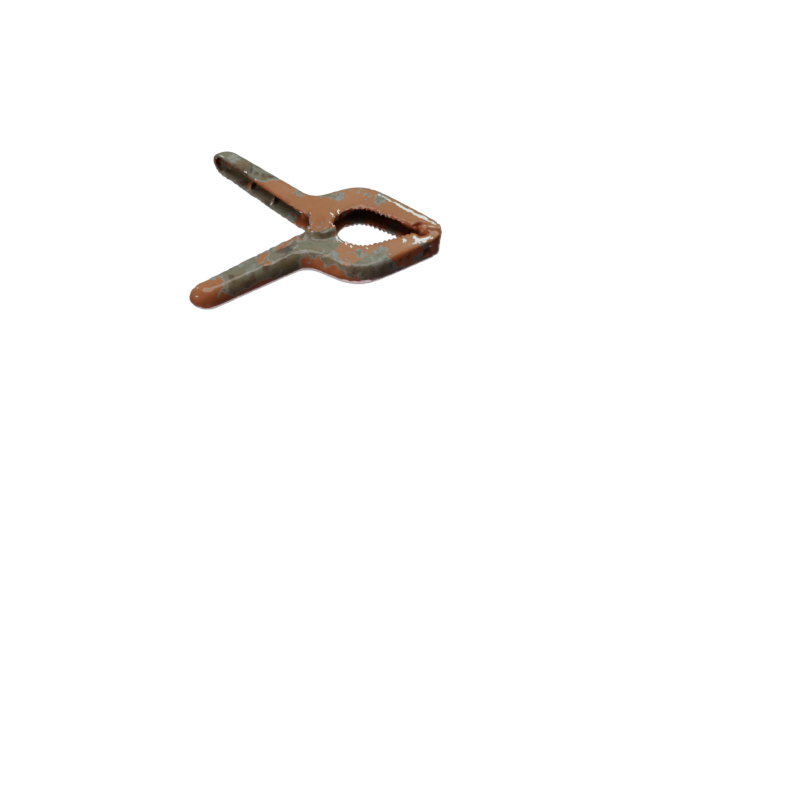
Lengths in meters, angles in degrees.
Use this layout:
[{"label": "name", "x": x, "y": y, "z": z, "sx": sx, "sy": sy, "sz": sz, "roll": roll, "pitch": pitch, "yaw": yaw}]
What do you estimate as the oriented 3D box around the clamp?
[{"label": "clamp", "x": -0.073, "y": -0.133, "z": 0.932, "sx": 0.212, "sy": 0.174, "sz": 0.034, "roll": 8, "pitch": -34, "yaw": 6}]
